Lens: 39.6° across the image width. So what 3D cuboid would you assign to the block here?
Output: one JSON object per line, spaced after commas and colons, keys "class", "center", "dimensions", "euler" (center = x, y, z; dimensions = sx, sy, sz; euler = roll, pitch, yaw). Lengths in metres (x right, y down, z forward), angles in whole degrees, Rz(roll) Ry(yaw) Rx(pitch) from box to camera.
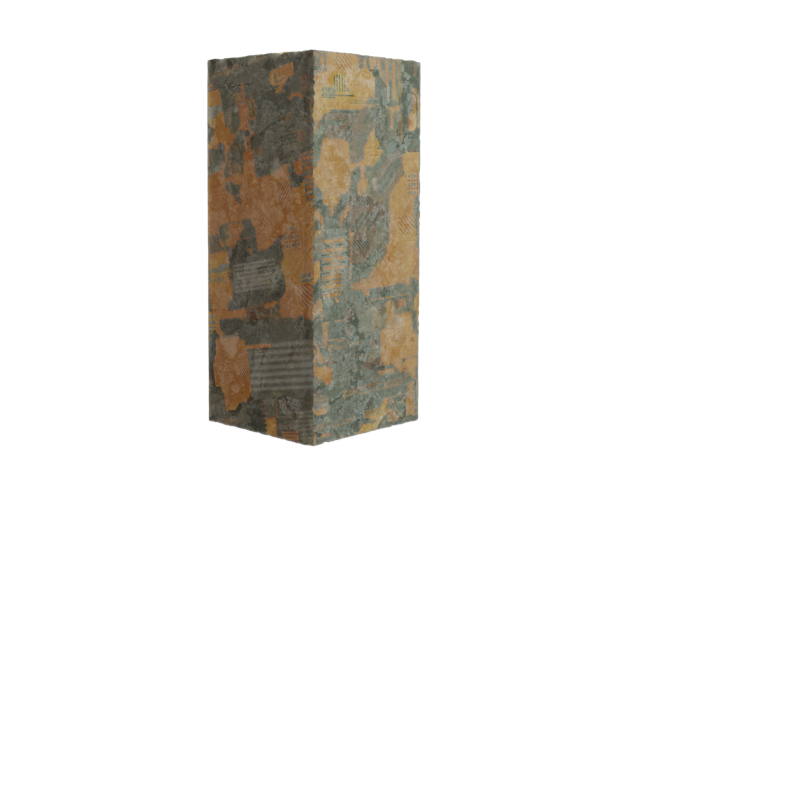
{"class": "block", "center": [-0.050, -0.091, 0.634], "dimensions": [0.094, 0.204, 0.088], "euler": [5, 7, 42]}
